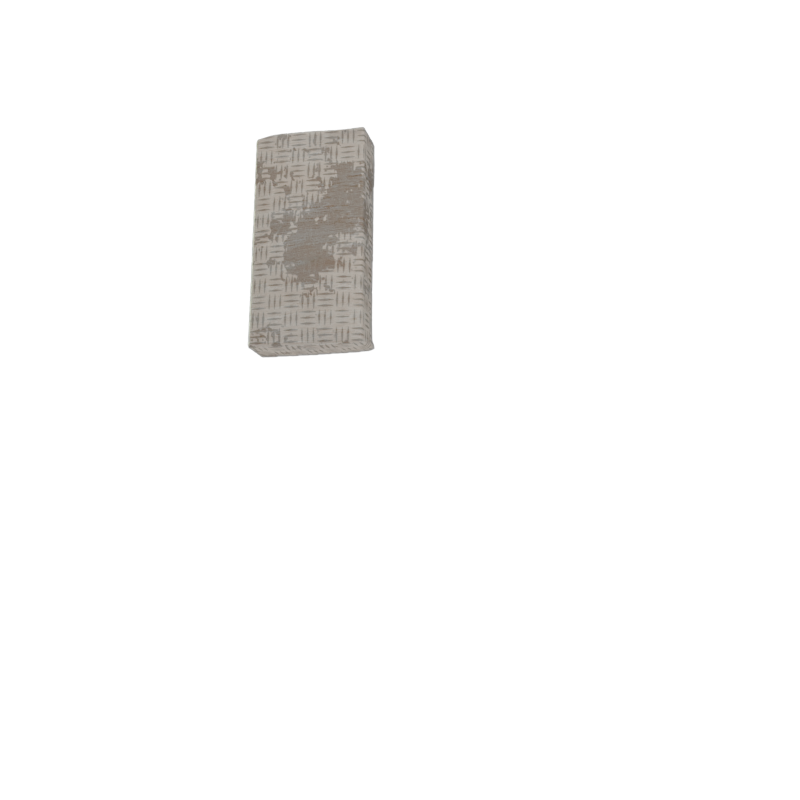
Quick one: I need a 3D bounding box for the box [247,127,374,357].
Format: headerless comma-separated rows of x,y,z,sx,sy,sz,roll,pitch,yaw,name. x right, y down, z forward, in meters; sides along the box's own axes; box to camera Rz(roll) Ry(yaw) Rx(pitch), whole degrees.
-0.069,-0.125,0.875,0.095,0.183,0.046,-4,-16,13,box
